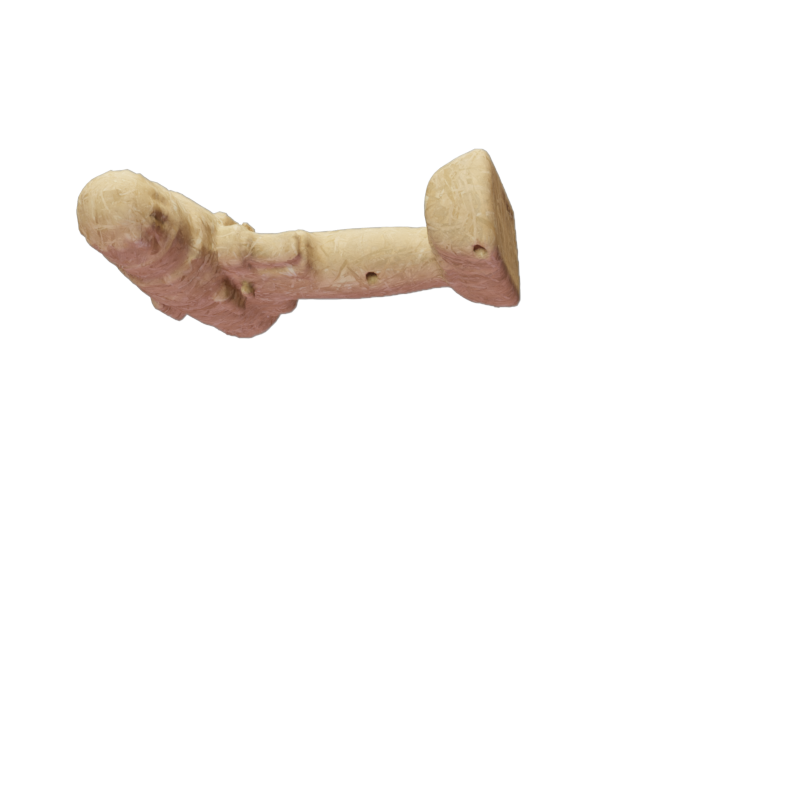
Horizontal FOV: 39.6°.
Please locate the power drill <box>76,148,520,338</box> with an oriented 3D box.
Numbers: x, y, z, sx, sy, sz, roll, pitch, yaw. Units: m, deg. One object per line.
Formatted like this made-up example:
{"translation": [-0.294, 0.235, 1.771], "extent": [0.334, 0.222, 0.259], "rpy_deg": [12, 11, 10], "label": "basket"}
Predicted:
{"translation": [-0.043, -0.078, 0.543], "extent": [0.191, 0.059, 0.175], "rpy_deg": [-3, -10, 16], "label": "power drill"}
